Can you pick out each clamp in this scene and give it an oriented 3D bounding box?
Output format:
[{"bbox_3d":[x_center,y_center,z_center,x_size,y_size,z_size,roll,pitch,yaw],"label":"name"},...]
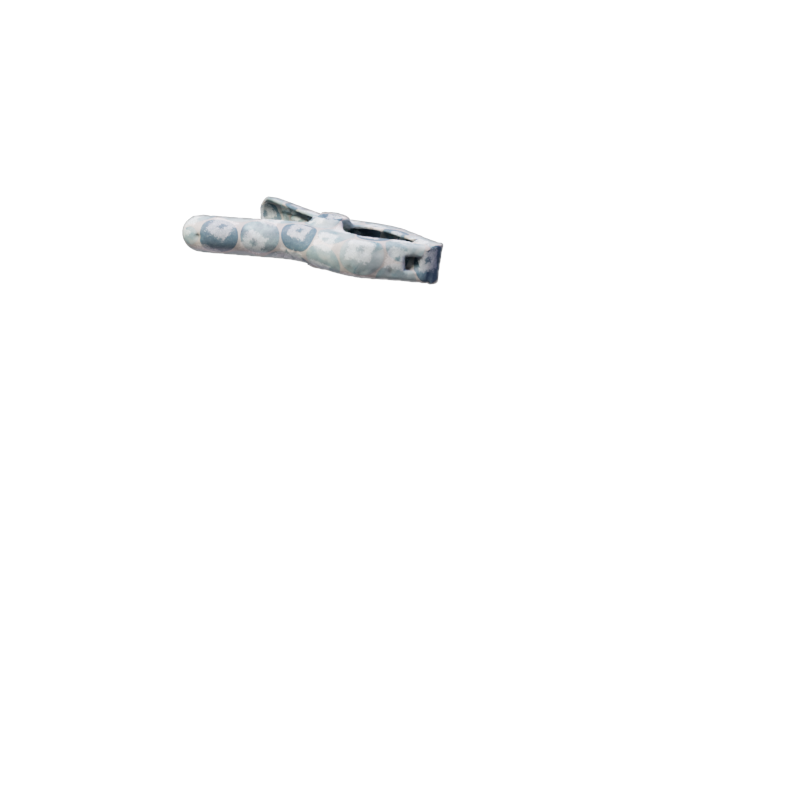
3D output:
[{"bbox_3d":[-0.059,-0.108,0.755,0.180,0.037,0.120,15,27,31],"label":"clamp"}]
